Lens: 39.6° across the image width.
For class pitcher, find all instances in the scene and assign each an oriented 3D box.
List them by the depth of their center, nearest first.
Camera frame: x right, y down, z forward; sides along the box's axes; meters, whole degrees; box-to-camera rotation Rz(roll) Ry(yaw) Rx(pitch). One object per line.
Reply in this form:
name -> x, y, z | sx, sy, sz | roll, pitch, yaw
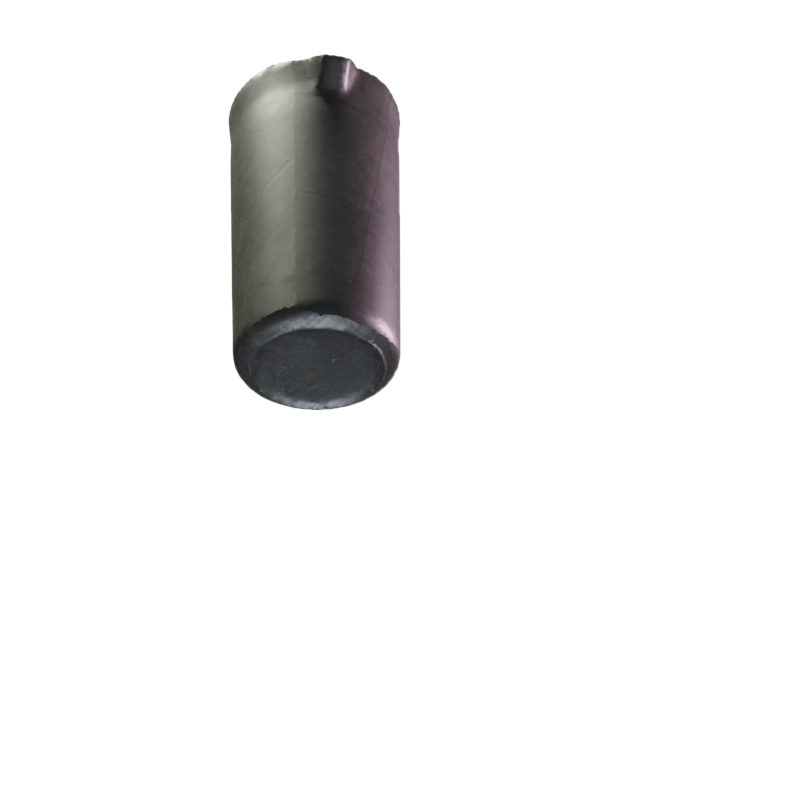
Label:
pitcher -> -0.062, -0.113, 0.794 | 0.146, 0.261, 0.138 | -22, -42, 22
